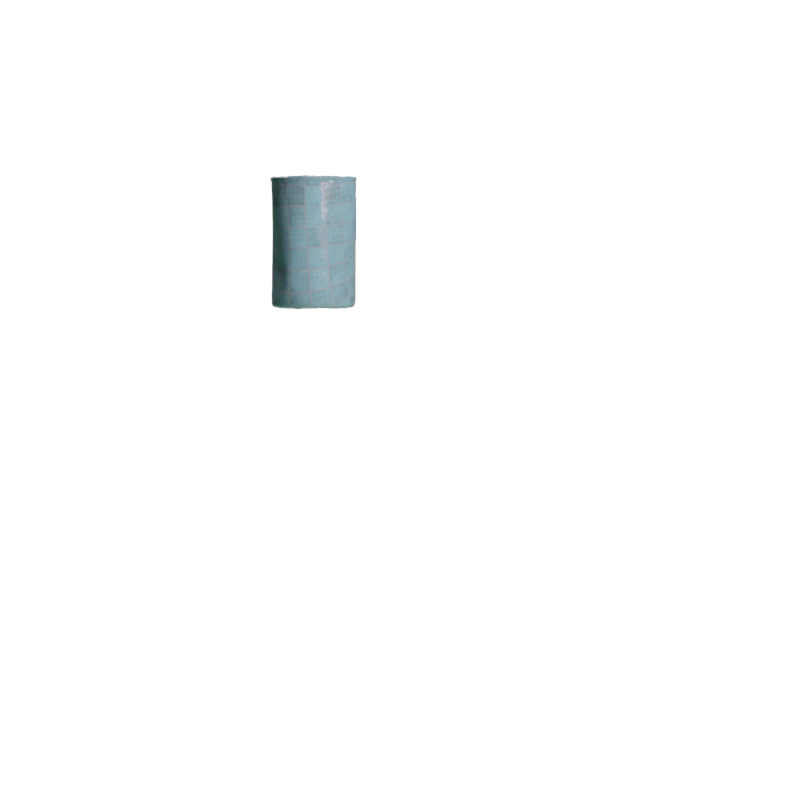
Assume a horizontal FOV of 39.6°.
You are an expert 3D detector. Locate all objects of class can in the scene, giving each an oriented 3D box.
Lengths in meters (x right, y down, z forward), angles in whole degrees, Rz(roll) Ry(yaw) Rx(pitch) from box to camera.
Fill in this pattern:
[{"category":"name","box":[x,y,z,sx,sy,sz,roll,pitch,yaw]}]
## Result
[{"category":"can","box":[-0.068,-0.125,0.873,0.068,0.102,0.069,0,3,-2]}]
